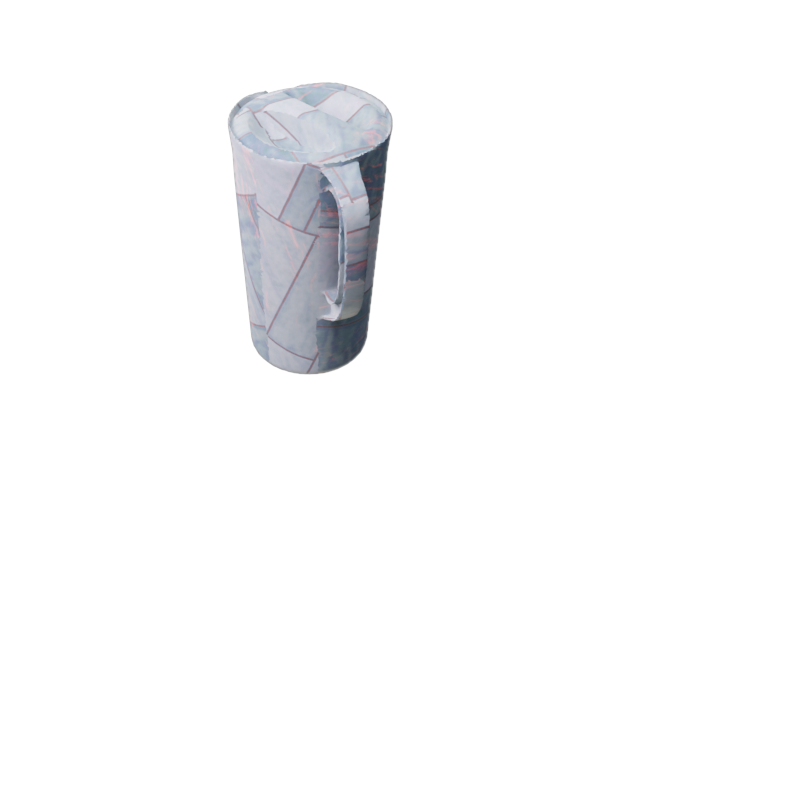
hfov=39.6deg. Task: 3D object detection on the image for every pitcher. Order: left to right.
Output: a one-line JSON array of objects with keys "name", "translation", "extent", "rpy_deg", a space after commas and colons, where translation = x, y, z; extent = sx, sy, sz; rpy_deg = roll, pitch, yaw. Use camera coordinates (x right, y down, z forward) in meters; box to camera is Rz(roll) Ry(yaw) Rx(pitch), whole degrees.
[{"name": "pitcher", "translation": [-0.074, -0.136, 0.951], "extent": [0.150, 0.227, 0.155], "rpy_deg": [15, 41, 15]}]
